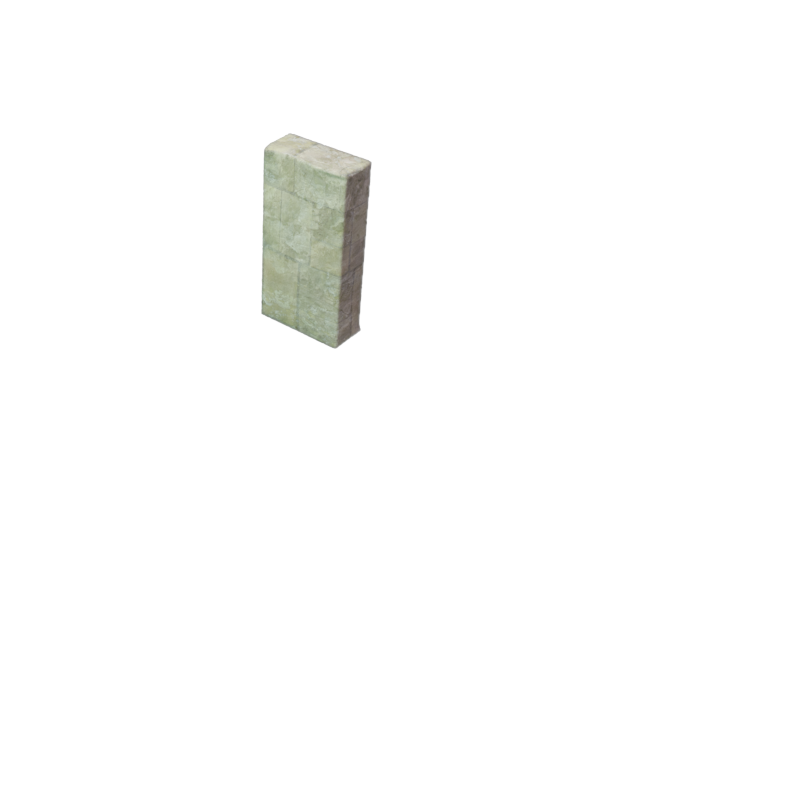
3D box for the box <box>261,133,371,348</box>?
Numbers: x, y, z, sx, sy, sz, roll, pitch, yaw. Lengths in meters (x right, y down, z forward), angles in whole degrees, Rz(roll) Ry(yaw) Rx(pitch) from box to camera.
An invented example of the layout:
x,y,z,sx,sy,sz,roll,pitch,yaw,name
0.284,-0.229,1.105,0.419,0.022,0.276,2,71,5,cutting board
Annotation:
x,y,z,sx,sy,sz,roll,pitch,yaw,name
-0.078,-0.142,0.996,0.099,0.165,0.048,24,39,29,box
